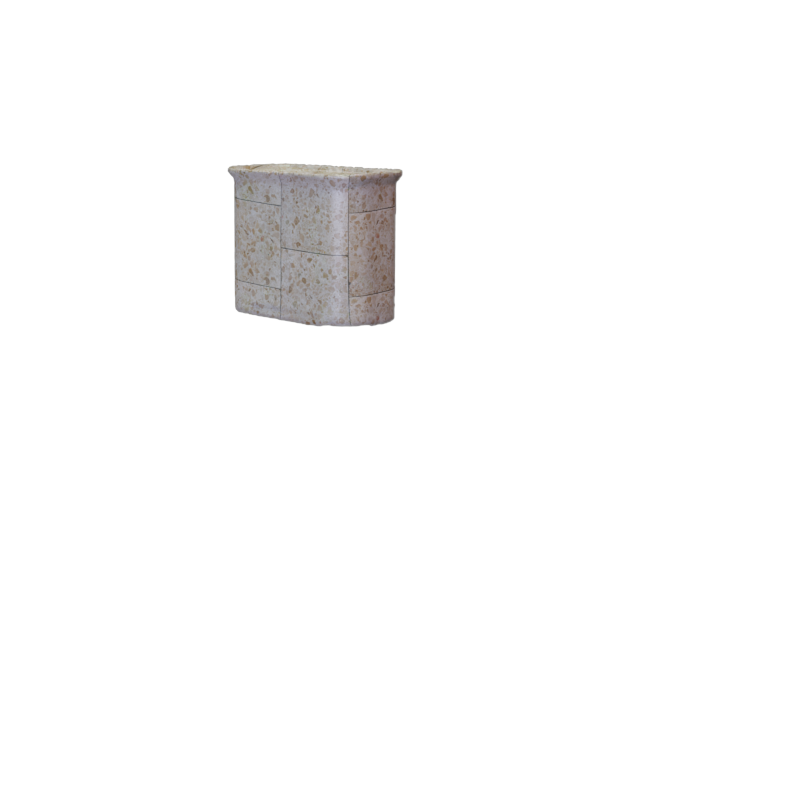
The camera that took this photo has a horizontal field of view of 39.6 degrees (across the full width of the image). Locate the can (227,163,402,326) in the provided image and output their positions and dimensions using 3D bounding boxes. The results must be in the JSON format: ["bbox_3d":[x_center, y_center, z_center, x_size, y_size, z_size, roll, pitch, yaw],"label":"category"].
[{"bbox_3d":[-0.049,-0.089,0.626,0.107,0.082,0.056,11,15,39],"label":"can"}]
